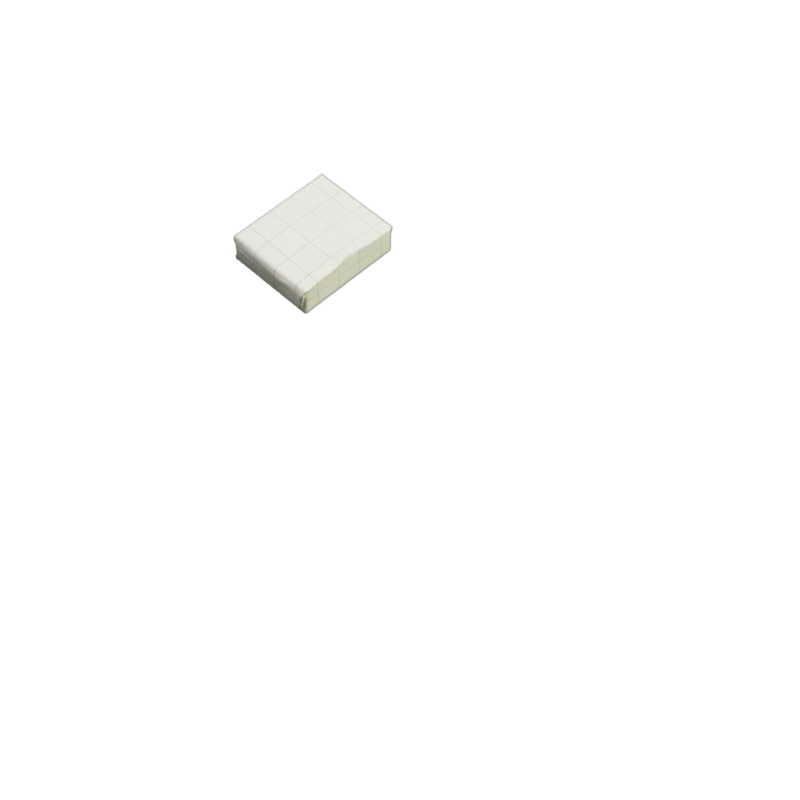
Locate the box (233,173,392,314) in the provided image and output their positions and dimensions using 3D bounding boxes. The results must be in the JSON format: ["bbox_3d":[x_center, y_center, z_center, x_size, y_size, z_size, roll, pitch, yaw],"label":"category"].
[{"bbox_3d":[-0.061,-0.112,0.784,0.078,0.028,0.090,38,61,25],"label":"box"}]
